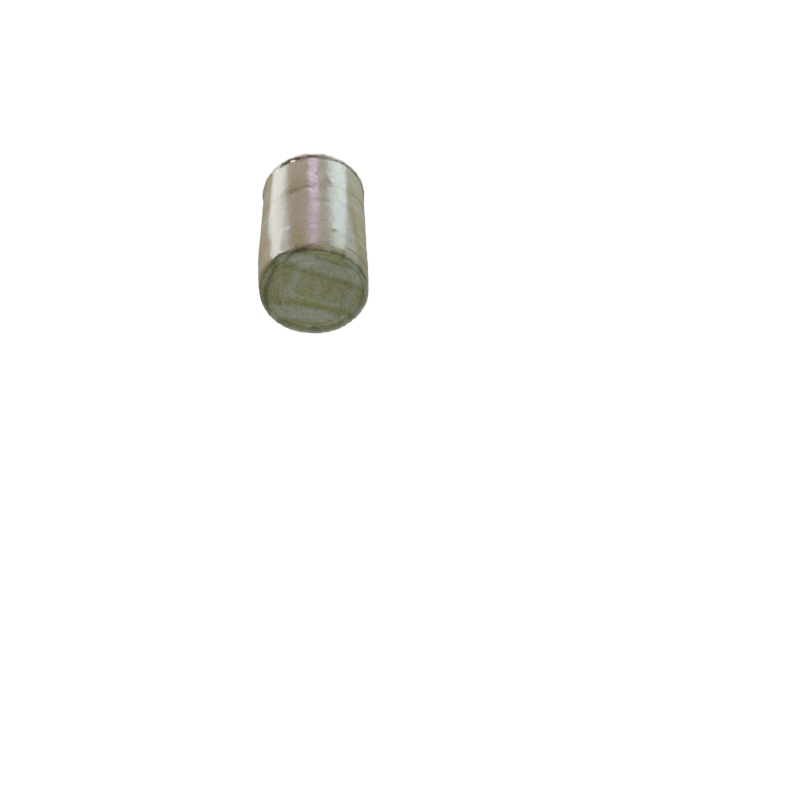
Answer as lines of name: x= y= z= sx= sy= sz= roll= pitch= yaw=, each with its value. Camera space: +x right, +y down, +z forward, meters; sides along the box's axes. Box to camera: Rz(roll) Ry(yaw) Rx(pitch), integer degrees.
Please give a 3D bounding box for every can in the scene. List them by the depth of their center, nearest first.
can: x=-0.055 y=-0.100 z=0.700 sx=0.068 sy=0.064 sz=0.110 roll=-1 pitch=42 yaw=-3
